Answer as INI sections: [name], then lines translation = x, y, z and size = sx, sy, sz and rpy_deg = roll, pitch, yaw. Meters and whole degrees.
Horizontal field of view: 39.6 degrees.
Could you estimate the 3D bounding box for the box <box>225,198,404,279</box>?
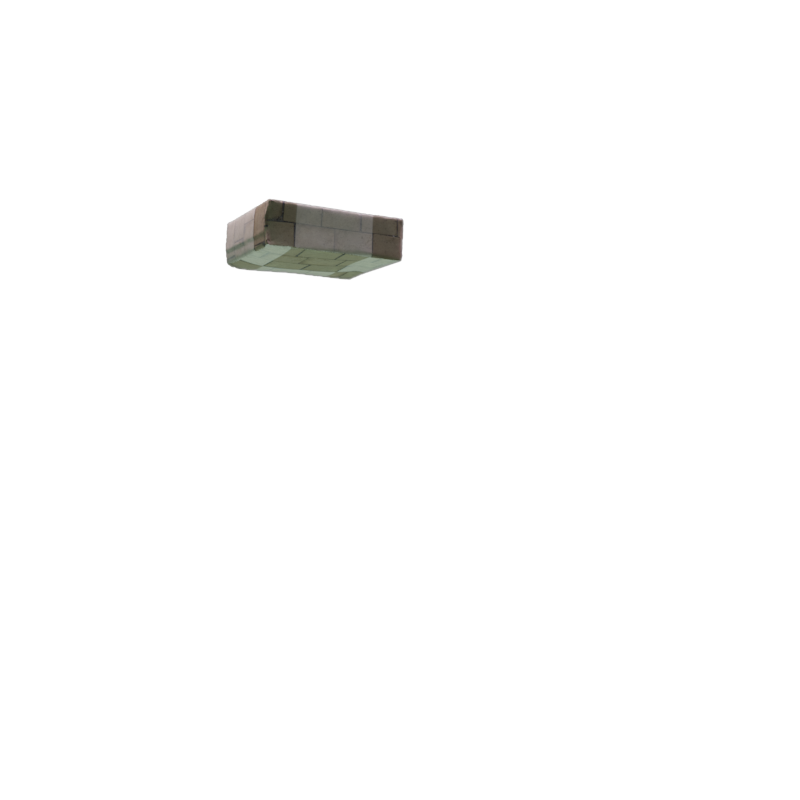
[box]
translation = -0.066, -0.121, 0.848
size = 0.110, 0.040, 0.091
rpy_deg = 3, -7, -26
